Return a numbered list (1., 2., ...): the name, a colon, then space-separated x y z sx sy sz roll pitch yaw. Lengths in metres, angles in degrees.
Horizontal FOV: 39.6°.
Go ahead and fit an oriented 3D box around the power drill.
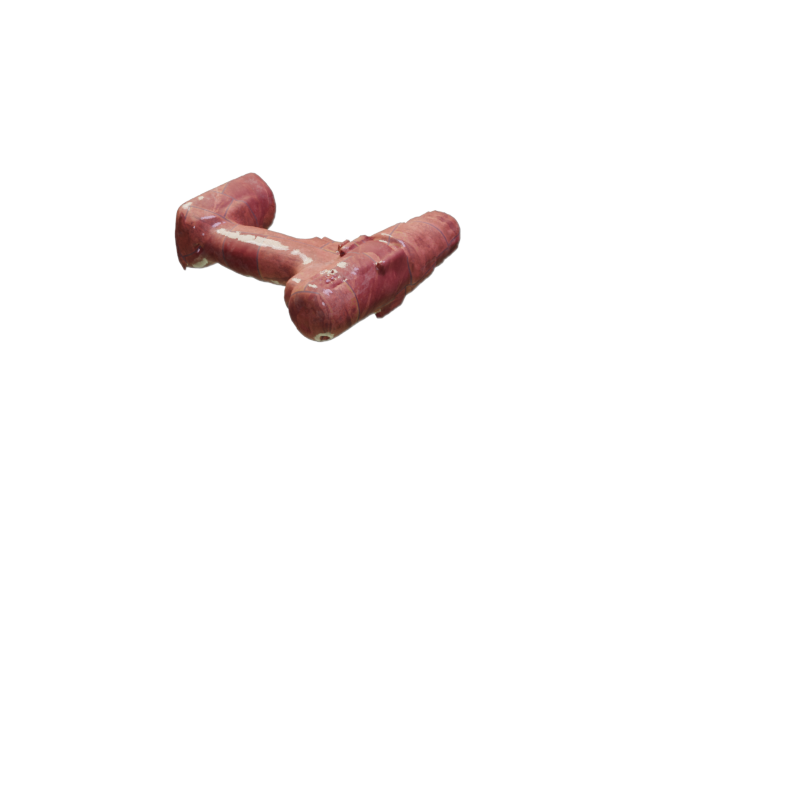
1. power drill: -0.068 -0.124 0.869 0.198 0.054 0.185 22 37 31
